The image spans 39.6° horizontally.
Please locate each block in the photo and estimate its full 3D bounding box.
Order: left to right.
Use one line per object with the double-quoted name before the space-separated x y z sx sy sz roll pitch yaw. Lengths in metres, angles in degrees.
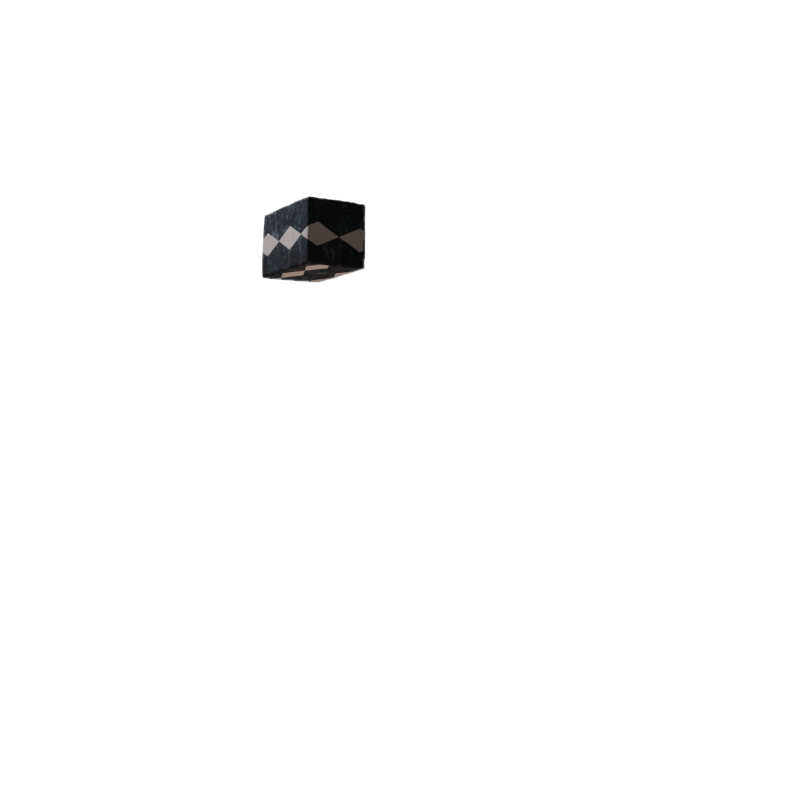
"block" -0.068 -0.124 0.868 0.051 0.052 0.079 4 -8 -32
